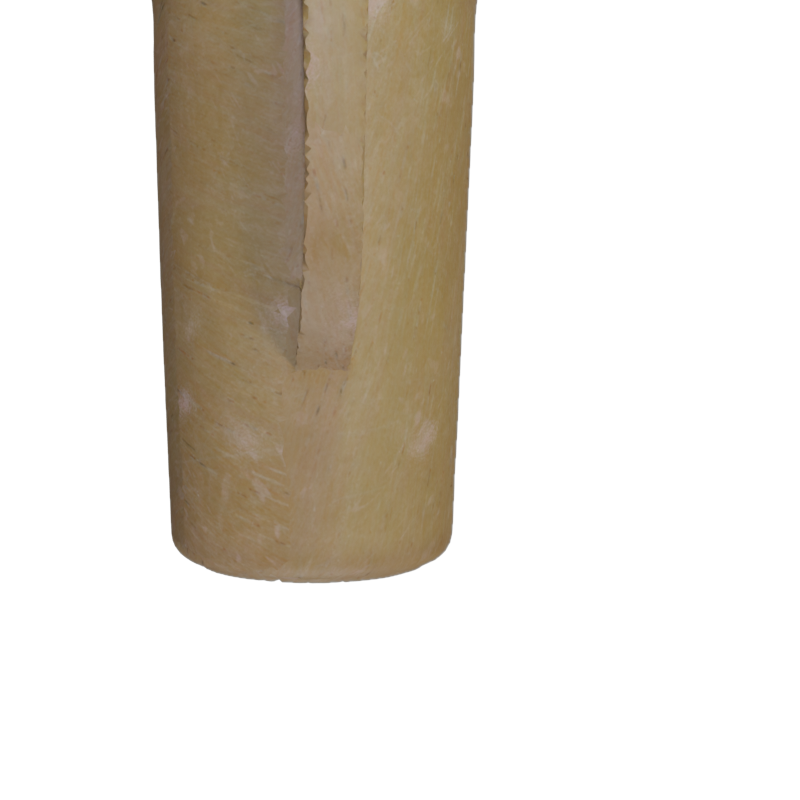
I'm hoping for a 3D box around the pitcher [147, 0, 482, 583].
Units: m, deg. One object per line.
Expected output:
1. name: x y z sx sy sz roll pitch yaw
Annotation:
1. pitcher: -0.033 -0.061 0.425 0.150 0.246 0.143 -2 -4 38
